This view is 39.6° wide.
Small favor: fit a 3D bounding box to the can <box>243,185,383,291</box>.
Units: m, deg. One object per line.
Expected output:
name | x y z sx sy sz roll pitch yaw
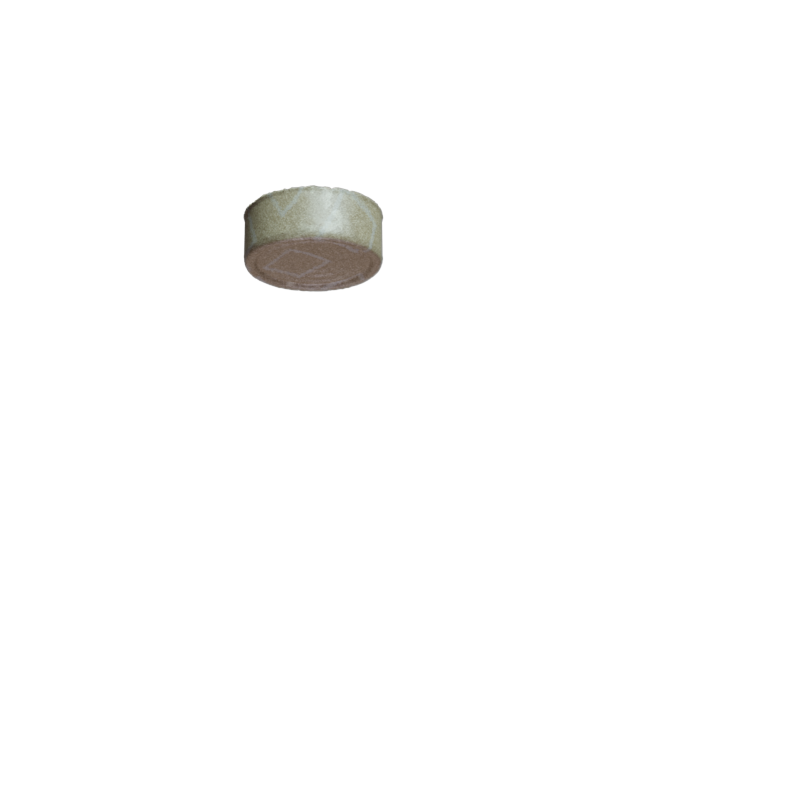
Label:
can | -0.053 -0.096 0.676 0.086 0.035 0.082 0 -19 -2
